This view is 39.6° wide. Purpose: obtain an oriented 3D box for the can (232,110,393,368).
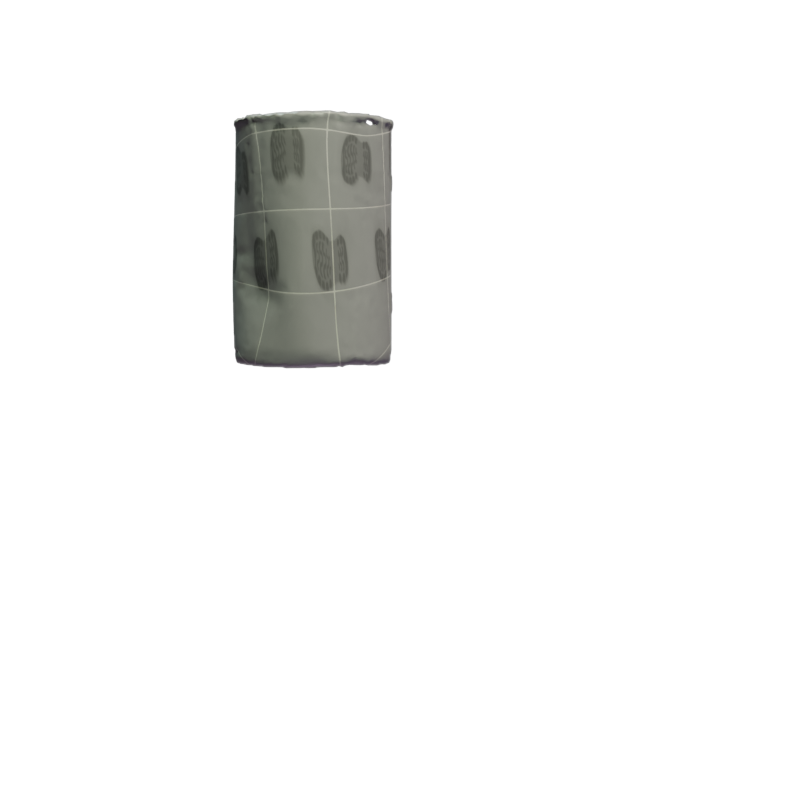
[{"bbox_3d":[-0.037,-0.067,0.469,0.068,0.103,0.069,0,0,-2],"label":"can"}]
